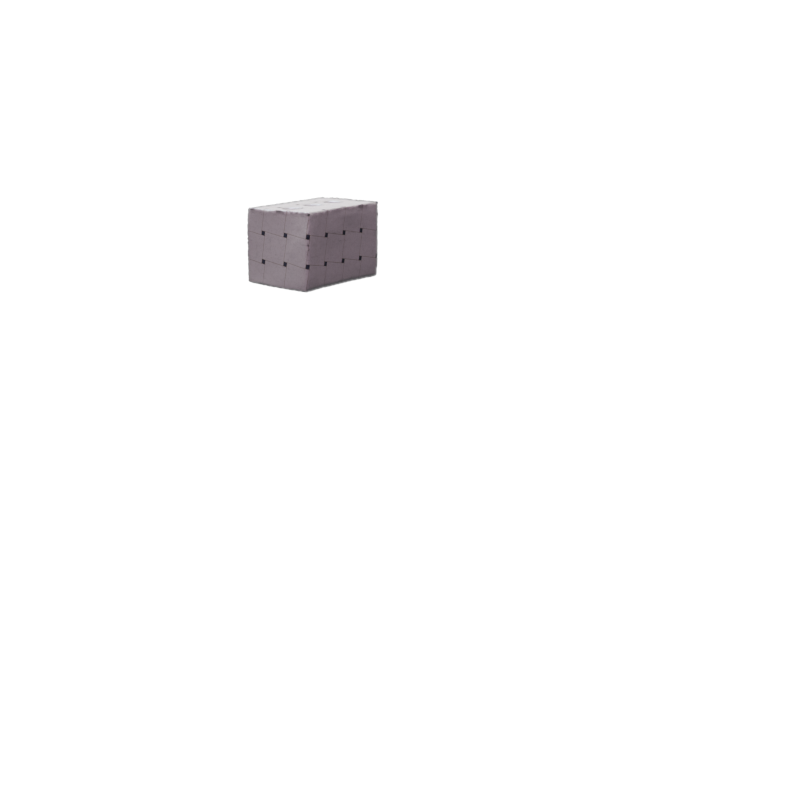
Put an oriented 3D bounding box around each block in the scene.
[{"bbox_3d":[-0.058,-0.105,0.737,0.055,0.050,0.077,10,17,34],"label":"block"}]
